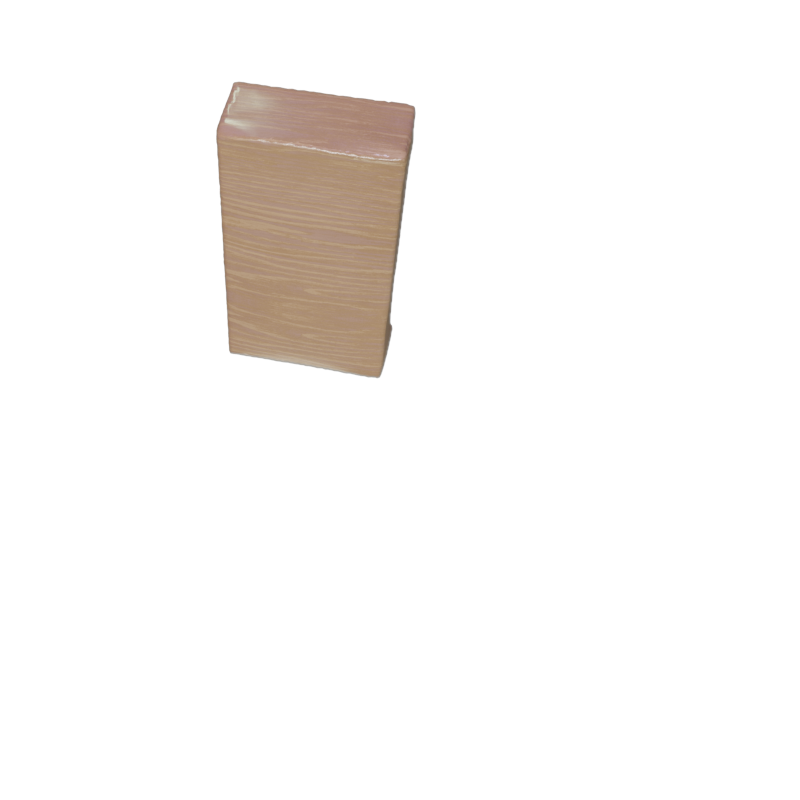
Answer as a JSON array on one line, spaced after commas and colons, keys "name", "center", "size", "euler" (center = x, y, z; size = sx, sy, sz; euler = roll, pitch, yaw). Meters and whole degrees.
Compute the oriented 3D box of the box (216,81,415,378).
[{"name": "box", "center": [-0.046, -0.084, 0.588], "size": [0.094, 0.051, 0.165], "euler": [10, -35, 4]}]
